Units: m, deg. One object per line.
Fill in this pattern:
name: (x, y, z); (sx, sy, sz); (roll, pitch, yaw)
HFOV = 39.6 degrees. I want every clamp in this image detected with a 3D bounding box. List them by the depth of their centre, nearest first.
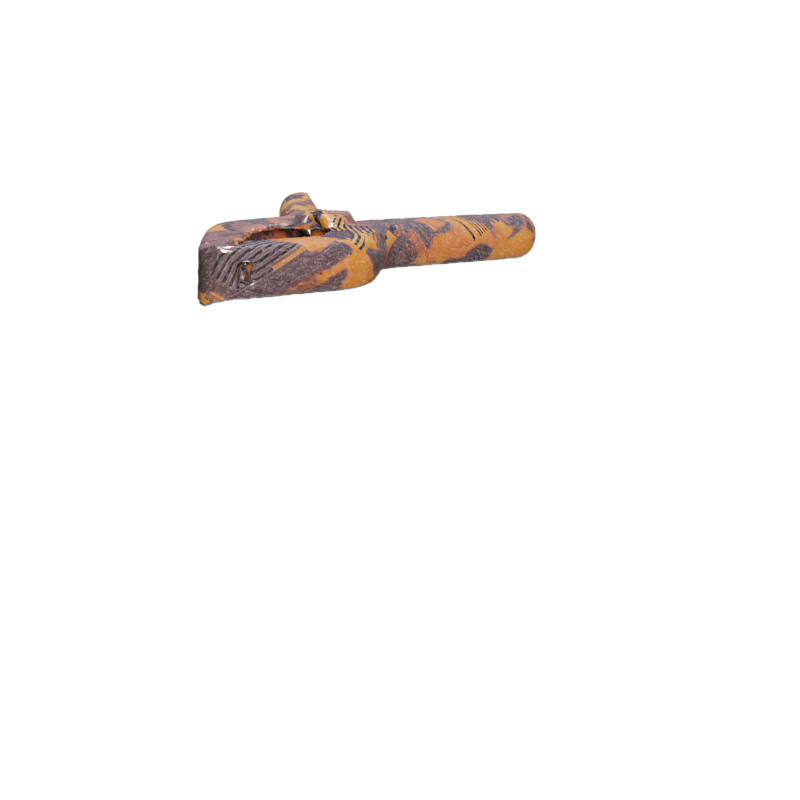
clamp: (-0.046, -0.085, 0.594); (0.173, 0.035, 0.206); (12, 21, 34)
